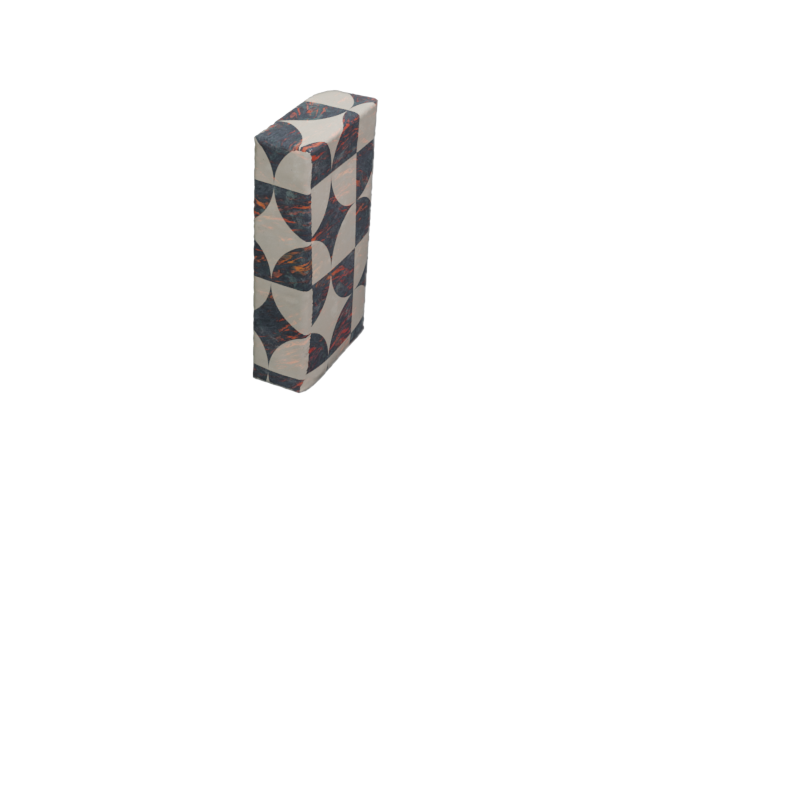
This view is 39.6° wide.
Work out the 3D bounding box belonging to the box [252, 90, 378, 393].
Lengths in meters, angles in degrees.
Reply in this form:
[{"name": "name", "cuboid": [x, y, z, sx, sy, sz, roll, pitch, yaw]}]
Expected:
[{"name": "box", "cuboid": [-0.056, -0.102, 0.711, 0.050, 0.166, 0.095, 15, 34, 20]}]
